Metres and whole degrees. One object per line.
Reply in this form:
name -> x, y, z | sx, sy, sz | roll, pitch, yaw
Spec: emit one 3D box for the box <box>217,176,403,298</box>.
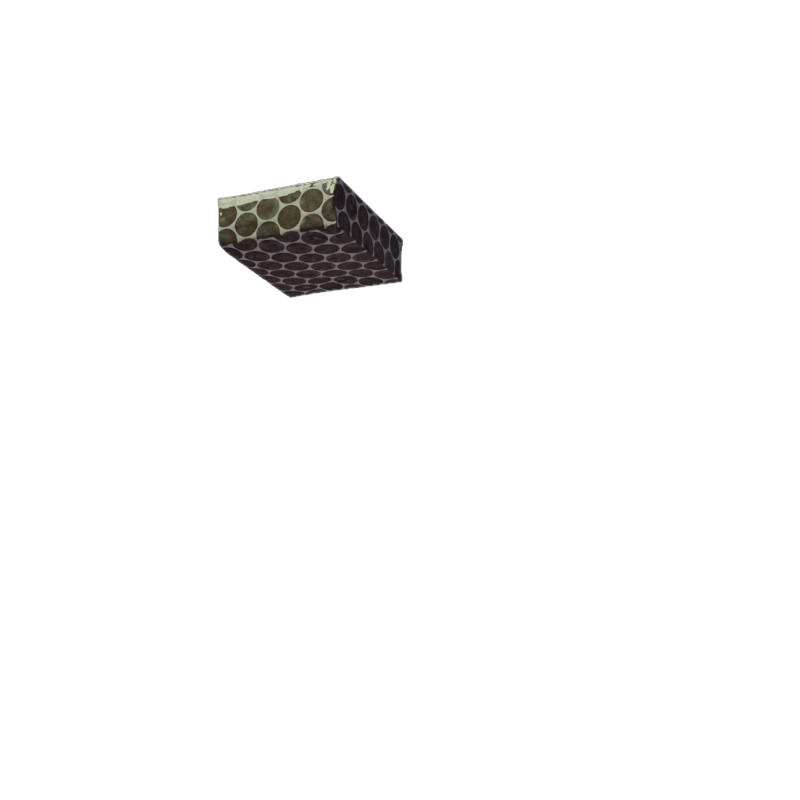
box -> -0.059, -0.107, 0.751 | 0.092, 0.041, 0.106 | -7, -16, 22
